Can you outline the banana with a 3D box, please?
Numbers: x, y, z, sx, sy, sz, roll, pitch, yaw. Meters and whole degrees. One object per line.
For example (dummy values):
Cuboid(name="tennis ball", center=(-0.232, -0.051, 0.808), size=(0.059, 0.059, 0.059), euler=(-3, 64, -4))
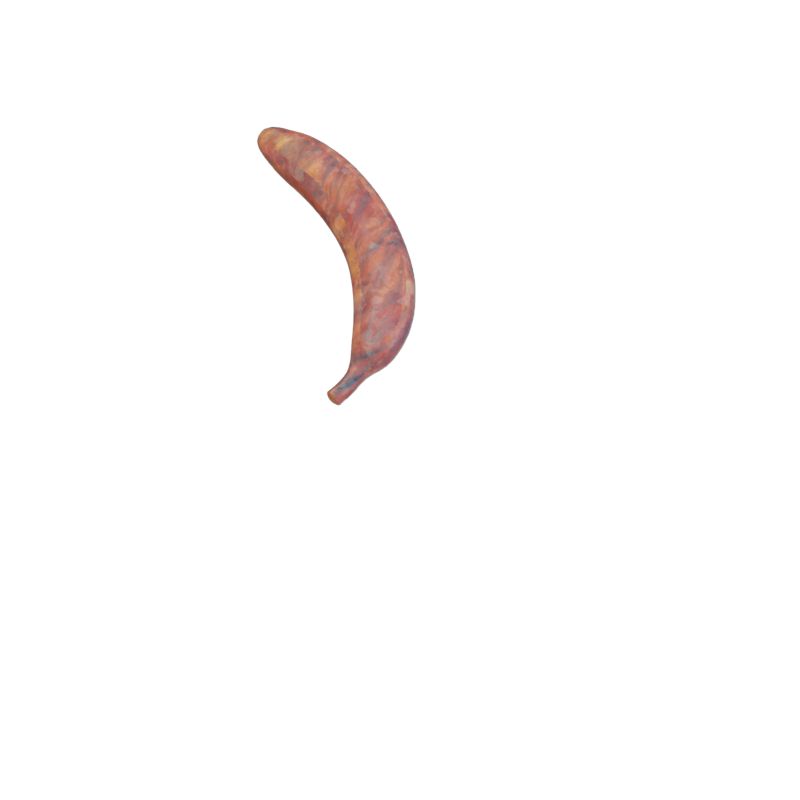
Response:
Cuboid(name="banana", center=(-0.034, -0.097, 0.673), size=(0.069, 0.212, 0.034), euler=(-13, -30, -8))
